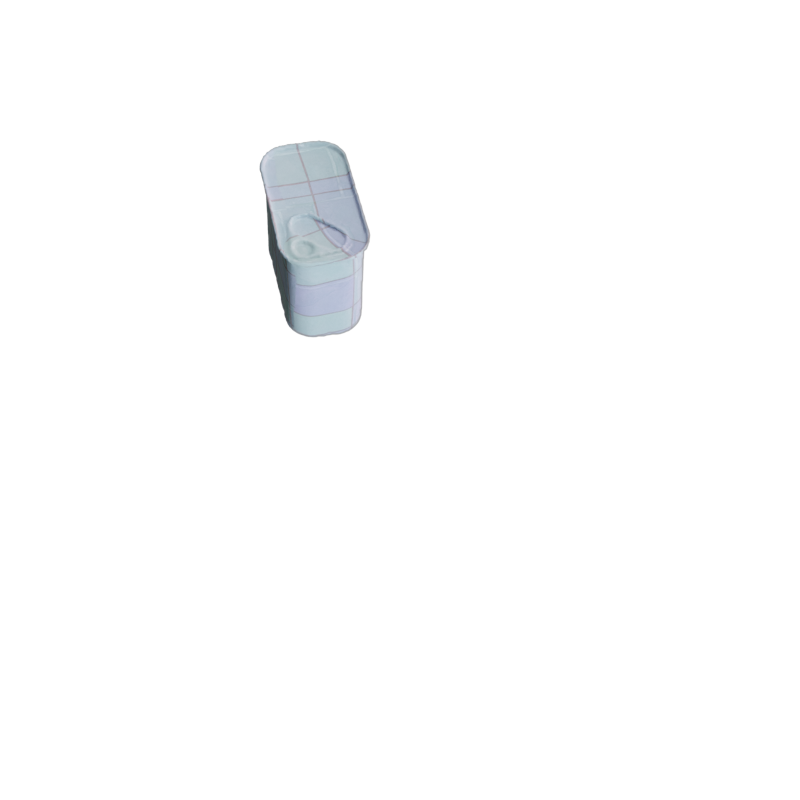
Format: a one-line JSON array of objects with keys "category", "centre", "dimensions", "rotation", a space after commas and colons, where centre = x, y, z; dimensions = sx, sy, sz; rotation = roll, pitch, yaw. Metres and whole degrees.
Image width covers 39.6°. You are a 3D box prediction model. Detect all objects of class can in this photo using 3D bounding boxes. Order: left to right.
[{"category": "can", "centre": [-0.057, -0.103, 0.725], "dimensions": [0.057, 0.110, 0.078], "rotation": [-9, -35, -9]}]
